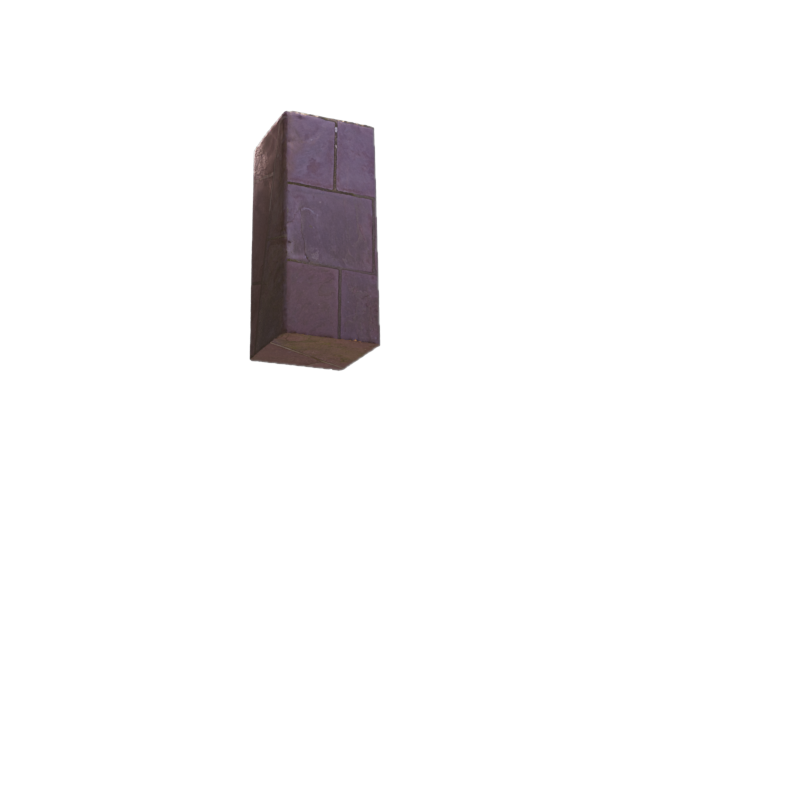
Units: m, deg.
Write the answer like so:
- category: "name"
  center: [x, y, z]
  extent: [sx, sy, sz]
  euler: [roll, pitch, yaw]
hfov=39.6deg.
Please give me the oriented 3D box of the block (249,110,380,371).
- category: "block"
  center: [-0.077, -0.141, 0.988]
  extent: [0.088, 0.217, 0.089]
  euler: [8, -23, -23]
